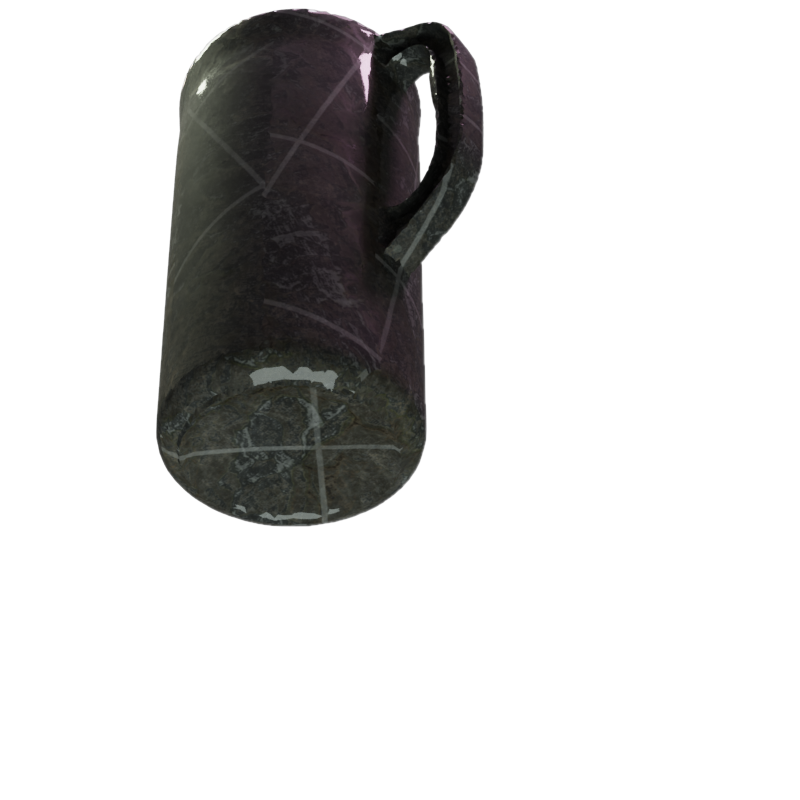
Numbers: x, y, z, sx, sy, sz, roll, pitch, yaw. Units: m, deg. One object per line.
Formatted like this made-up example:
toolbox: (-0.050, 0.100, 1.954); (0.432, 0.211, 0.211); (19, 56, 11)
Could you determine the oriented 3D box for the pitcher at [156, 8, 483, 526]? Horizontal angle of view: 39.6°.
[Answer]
pitcher: (-0.041, -0.074, 0.519); (0.143, 0.261, 0.140); (5, -45, -8)
